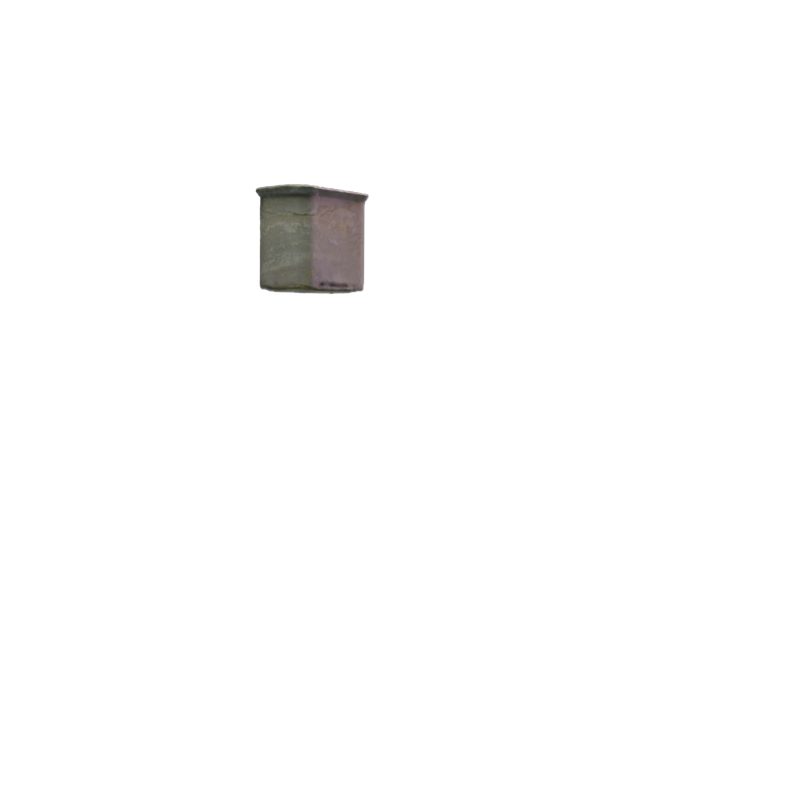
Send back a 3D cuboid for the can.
[{"bbox_3d":[-0.072,-0.131,0.914,0.059,0.084,0.098,-1,0,37],"label":"can"}]
